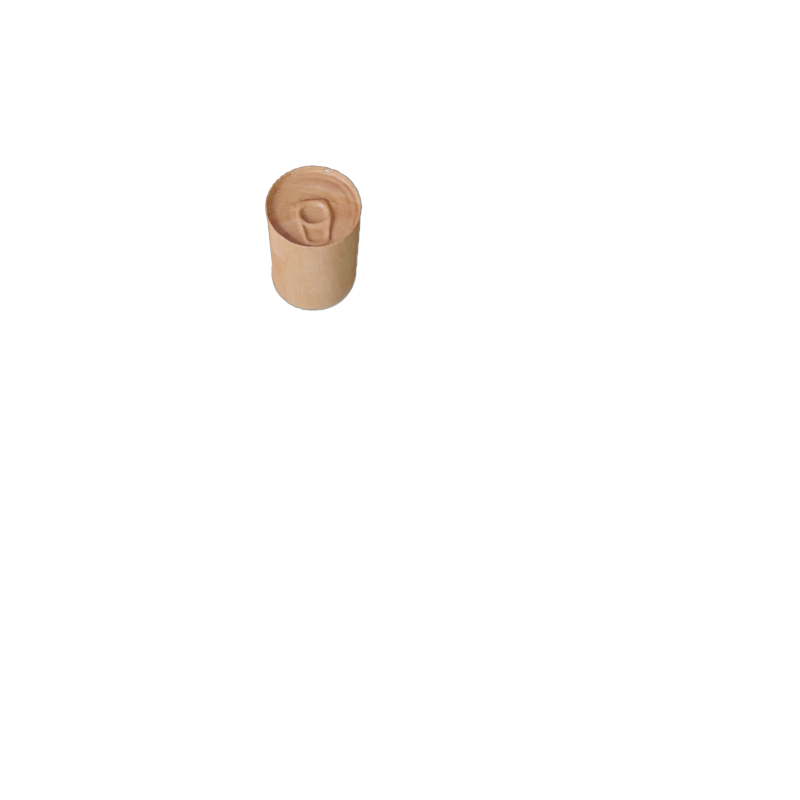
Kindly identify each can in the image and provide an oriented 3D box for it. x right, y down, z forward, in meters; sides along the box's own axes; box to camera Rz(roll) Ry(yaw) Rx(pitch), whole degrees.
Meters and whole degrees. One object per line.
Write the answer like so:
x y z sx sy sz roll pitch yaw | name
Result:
-0.064 -0.117 0.818 0.068 0.073 0.097 0 -25 -3 | can
